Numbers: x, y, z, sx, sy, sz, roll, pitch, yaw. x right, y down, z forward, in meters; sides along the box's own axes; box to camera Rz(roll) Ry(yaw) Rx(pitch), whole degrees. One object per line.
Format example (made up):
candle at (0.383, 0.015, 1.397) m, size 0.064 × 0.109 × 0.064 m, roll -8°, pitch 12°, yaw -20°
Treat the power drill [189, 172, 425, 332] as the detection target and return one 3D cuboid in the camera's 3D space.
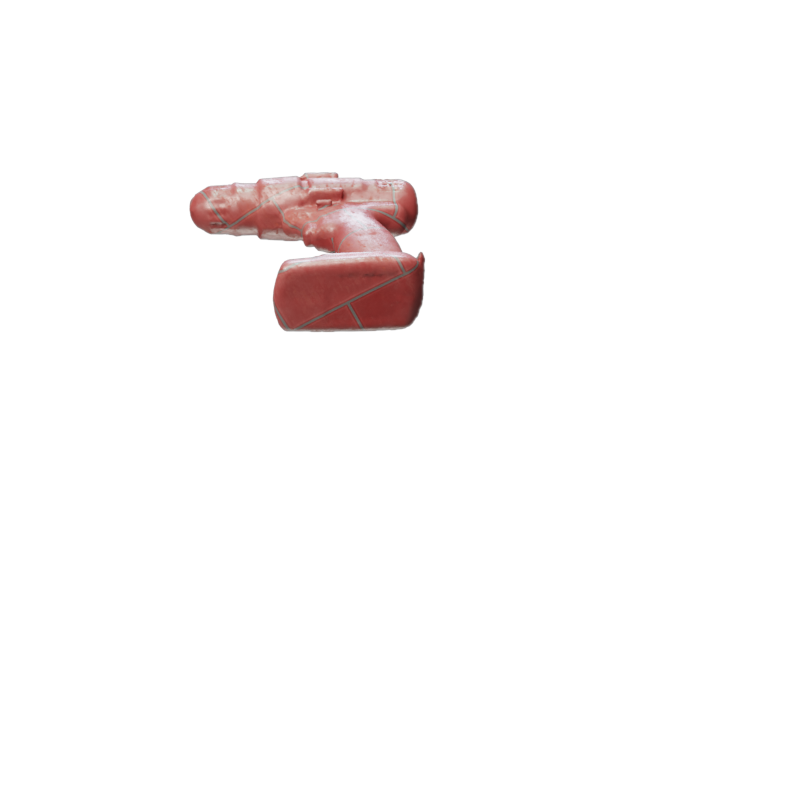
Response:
power drill at (-0.065, -0.119, 0.836) m, size 0.183 × 0.054 × 0.201 m, roll -4°, pitch 32°, yaw -7°
